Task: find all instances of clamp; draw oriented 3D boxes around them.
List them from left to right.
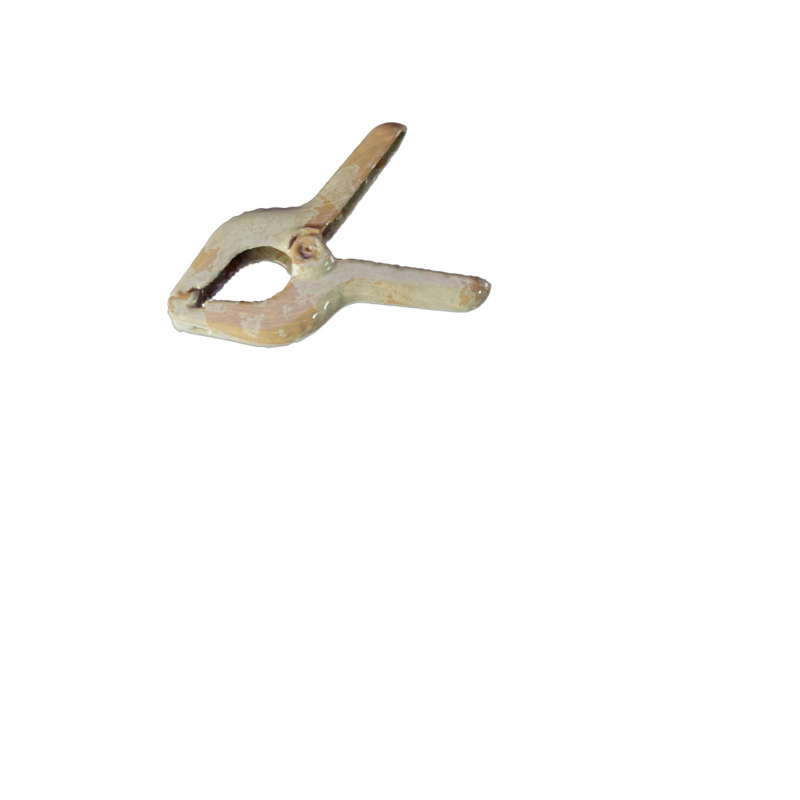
[{"bbox_3d":[-0.048,-0.087,0.610,0.170,0.128,0.037,-14,-27,-8],"label":"clamp"}]
